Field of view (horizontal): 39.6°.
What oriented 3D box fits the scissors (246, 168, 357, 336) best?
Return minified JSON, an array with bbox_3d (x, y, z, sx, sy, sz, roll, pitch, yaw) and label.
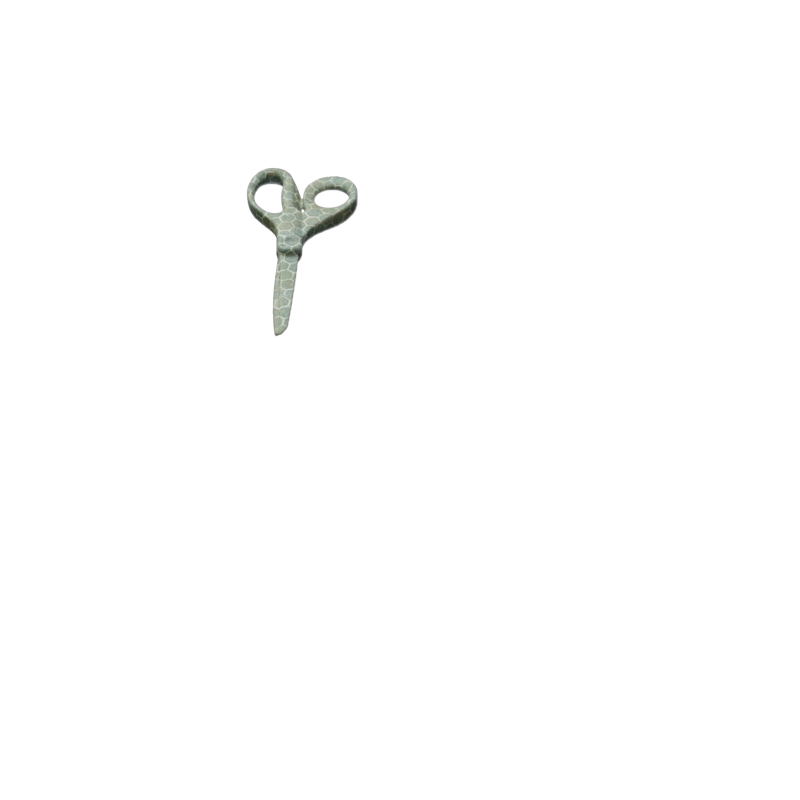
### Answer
[{"bbox_3d":[-0.064,-0.118,0.824,0.095,0.015,0.218,-10,41,-11],"label":"scissors"}]
